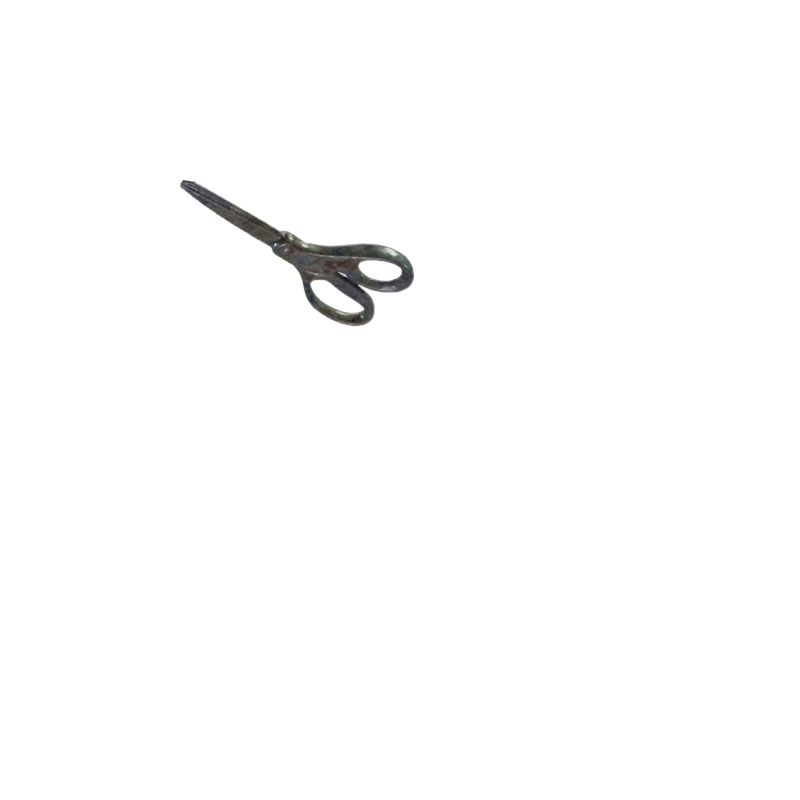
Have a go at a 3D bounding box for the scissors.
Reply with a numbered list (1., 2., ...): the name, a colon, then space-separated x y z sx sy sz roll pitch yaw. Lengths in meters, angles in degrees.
1. scissors: -0.064 -0.116 0.814 0.097 0.017 0.186 -19 -41 24
